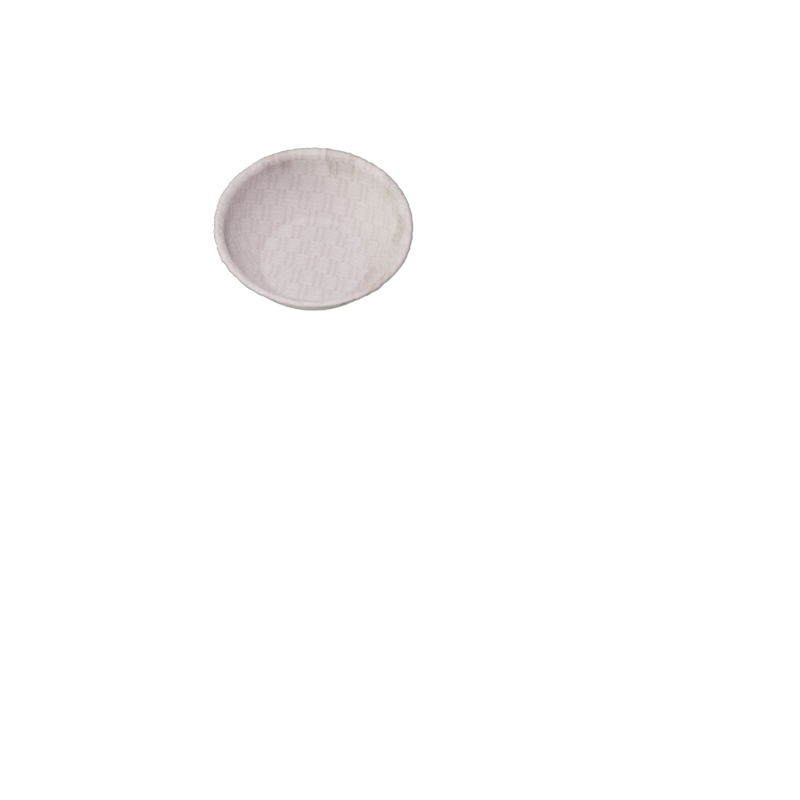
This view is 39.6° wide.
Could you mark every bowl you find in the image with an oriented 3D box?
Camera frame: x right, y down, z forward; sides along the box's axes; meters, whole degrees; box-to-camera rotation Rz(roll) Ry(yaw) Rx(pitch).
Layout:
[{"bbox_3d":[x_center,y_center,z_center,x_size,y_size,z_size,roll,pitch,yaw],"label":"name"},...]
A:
[{"bbox_3d":[-0.071,-0.130,0.912,0.162,0.173,0.051,-1,-34,-1],"label":"bowl"}]
